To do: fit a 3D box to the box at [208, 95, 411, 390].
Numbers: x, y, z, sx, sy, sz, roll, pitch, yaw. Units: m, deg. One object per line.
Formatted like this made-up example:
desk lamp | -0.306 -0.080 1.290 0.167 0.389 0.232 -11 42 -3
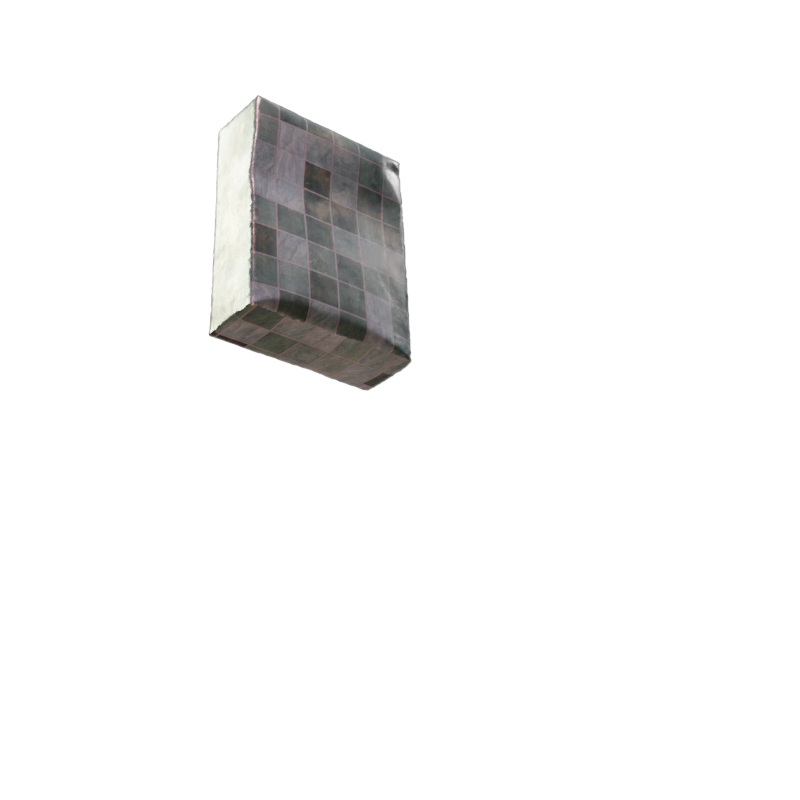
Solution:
box | -0.074 -0.135 0.943 0.155 0.228 0.071 20 -38 -32
